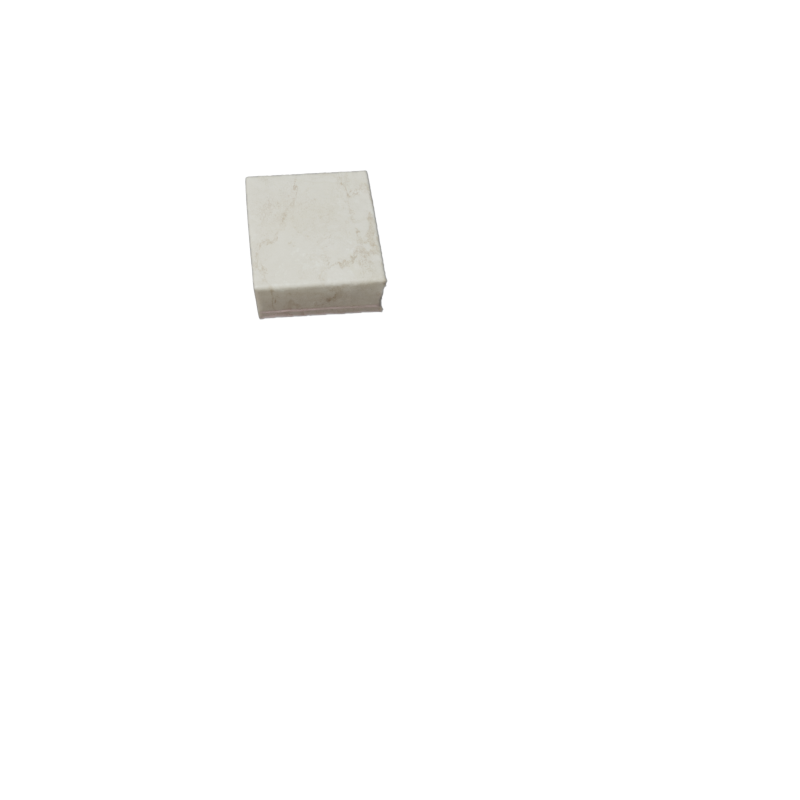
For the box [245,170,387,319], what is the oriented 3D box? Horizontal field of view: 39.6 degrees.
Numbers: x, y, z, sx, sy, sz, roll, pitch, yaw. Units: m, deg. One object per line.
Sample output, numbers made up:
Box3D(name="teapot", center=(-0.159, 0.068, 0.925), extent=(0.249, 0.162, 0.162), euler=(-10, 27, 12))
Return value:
Box3D(name="box", center=(-0.061, -0.111, 0.780), extent=(0.089, 0.122, 0.036), euler=(-5, -38, -5))
